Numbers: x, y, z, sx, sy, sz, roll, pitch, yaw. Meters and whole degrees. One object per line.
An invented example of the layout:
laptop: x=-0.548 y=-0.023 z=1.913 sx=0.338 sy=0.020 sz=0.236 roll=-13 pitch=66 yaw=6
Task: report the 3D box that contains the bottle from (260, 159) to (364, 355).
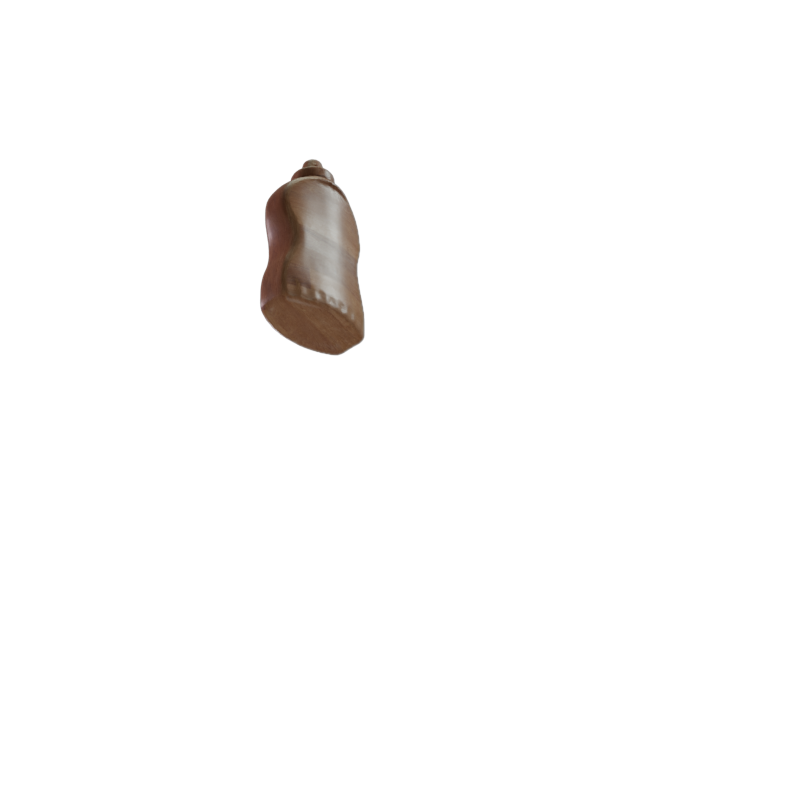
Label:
bottle: x=-0.076 y=-0.139 z=0.973 sx=0.090 sy=0.206 sz=0.058 roll=28 pitch=-47 yaw=-34
